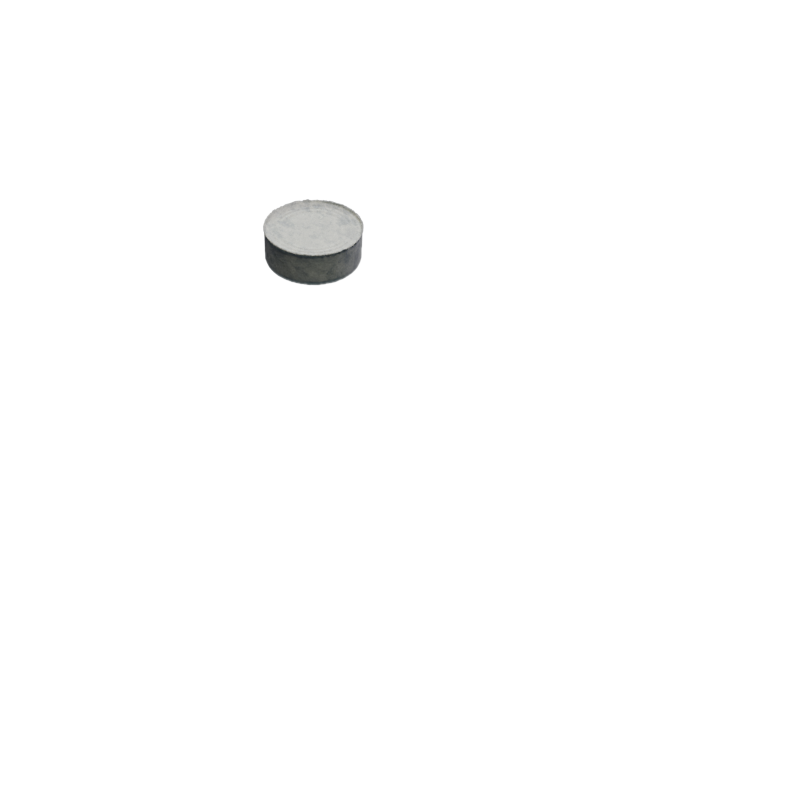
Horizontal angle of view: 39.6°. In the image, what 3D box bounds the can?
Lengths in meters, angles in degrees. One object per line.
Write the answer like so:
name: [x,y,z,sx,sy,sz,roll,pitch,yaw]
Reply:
can: [-0.075,-0.137,0.956,0.086,0.031,0.092,-1,40,-2]
